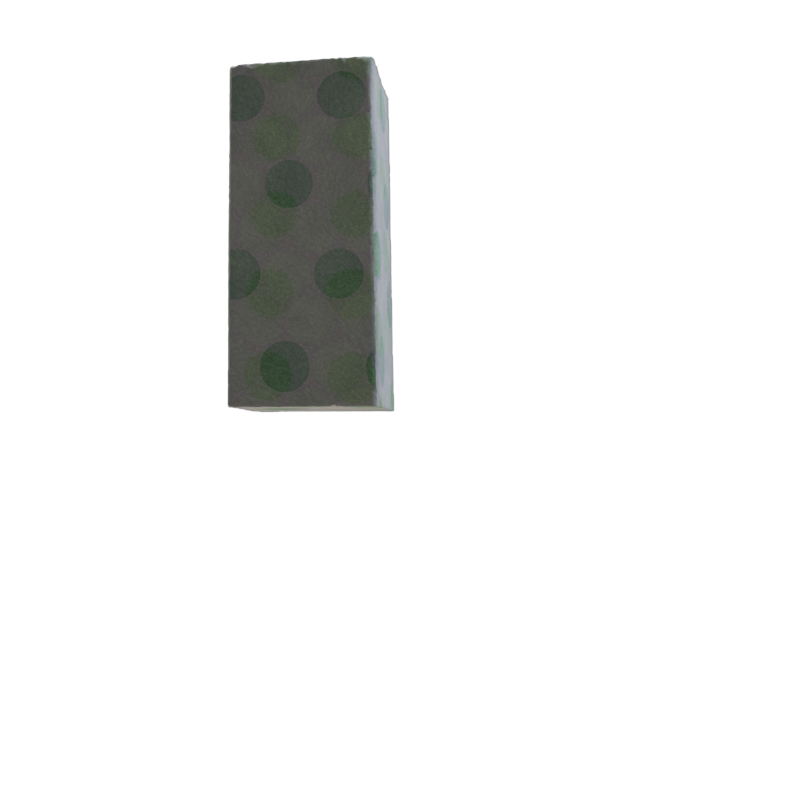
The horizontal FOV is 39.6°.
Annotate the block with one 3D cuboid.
[{"bbox_3d":[-0.054,-0.098,0.688,0.092,0.211,0.087,-2,-9,8],"label":"block"}]
